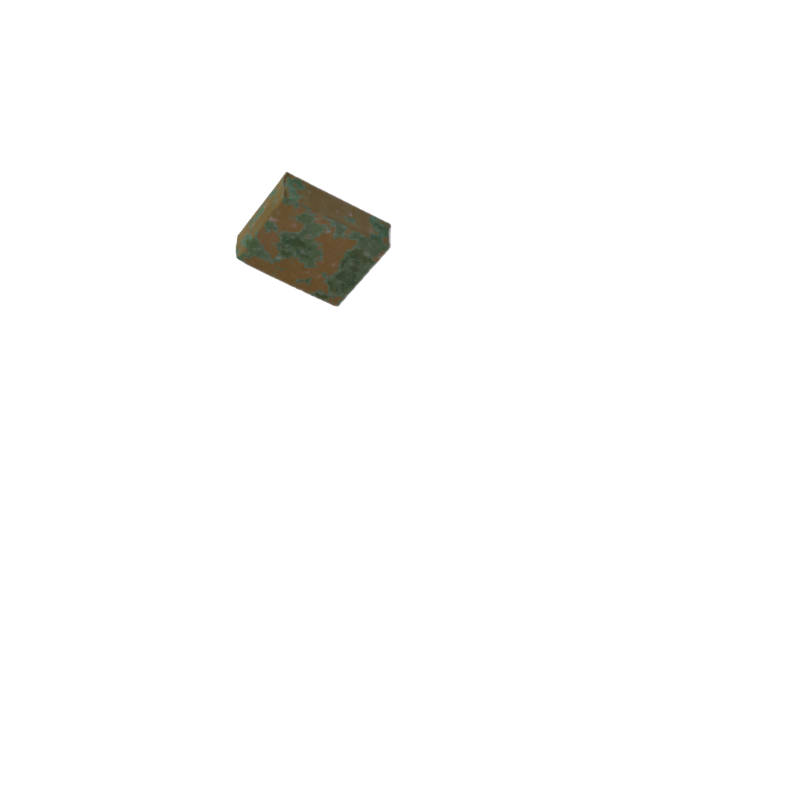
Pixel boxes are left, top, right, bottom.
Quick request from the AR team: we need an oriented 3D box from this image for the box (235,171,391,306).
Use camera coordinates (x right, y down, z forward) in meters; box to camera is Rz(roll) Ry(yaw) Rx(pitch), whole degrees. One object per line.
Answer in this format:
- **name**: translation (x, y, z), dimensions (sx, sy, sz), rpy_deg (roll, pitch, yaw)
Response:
- **box**: translation (-0.078, -0.141, 0.990), dimensions (0.109, 0.042, 0.087), rpy_deg (24, -50, -23)
